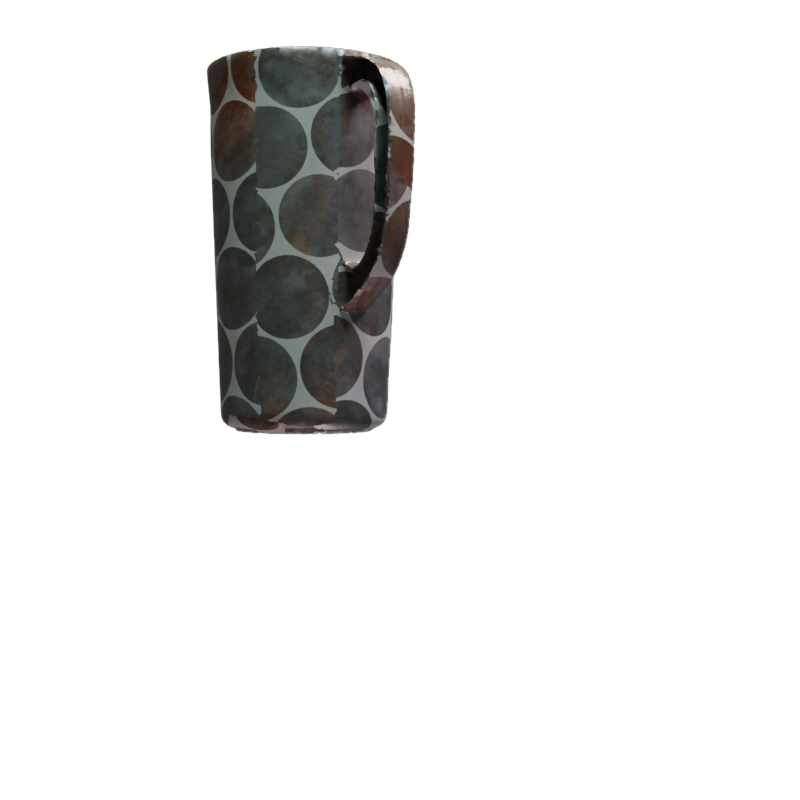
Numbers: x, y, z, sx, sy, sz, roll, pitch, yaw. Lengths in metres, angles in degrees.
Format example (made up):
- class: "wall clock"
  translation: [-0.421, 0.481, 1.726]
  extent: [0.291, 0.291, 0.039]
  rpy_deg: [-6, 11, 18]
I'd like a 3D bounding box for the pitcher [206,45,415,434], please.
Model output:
- class: "pitcher"
  translation: [-0.056, -0.103, 0.719]
  extent: [0.147, 0.246, 0.146]
  rpy_deg: [-1, -4, 8]
